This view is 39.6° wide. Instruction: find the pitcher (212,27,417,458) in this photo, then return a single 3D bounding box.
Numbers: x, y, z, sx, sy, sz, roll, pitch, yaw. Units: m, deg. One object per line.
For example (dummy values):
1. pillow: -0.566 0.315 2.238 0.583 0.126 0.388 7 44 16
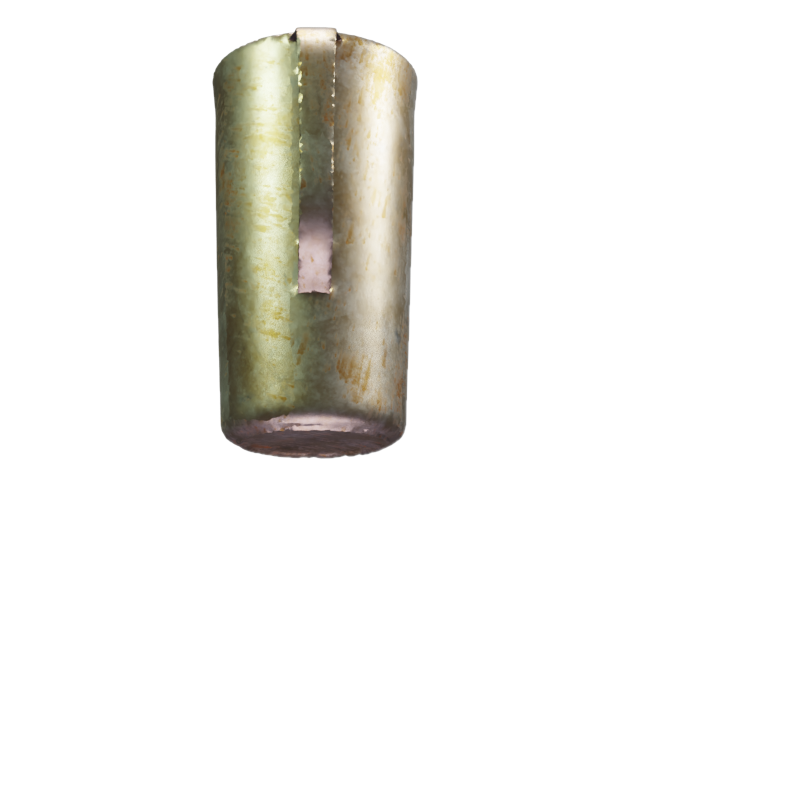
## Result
1. pitcher: -0.053 -0.096 0.673 0.147 0.254 0.140 -16 -24 38
